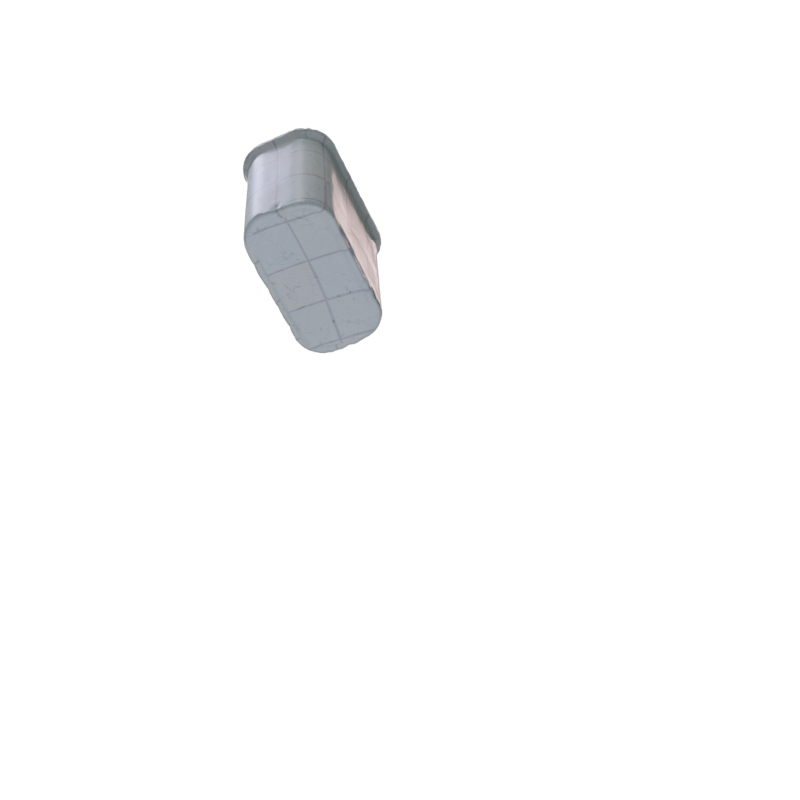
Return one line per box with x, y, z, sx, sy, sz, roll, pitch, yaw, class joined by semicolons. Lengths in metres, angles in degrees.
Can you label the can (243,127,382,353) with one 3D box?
-0.049;-0.090;0.629;0.058;0.095;0.089;-21;33;12;can
